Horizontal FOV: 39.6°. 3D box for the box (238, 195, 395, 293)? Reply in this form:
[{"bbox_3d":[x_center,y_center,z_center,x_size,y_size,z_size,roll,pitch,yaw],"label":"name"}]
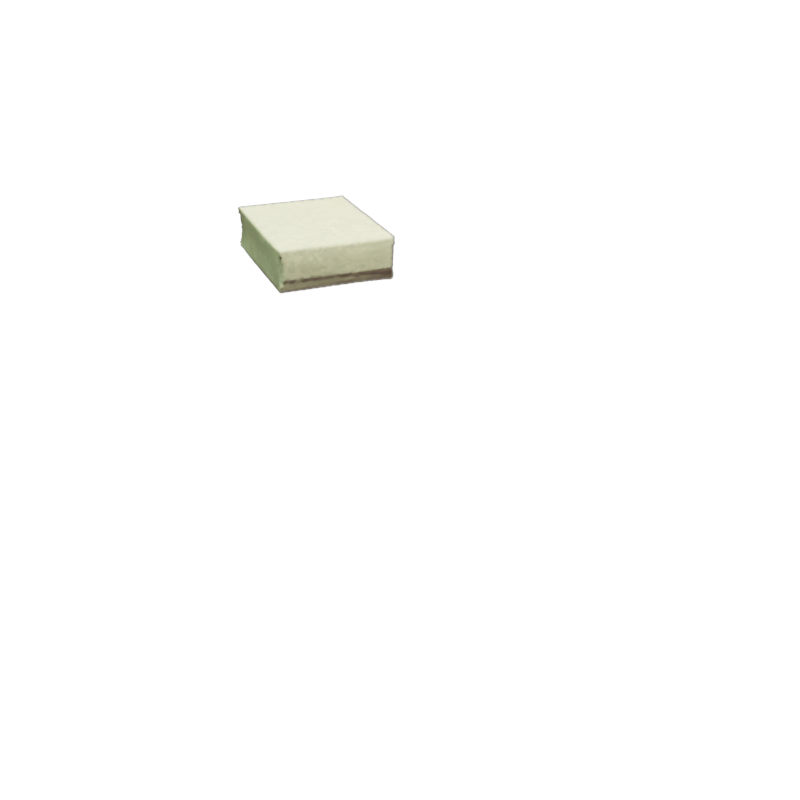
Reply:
[{"bbox_3d":[-0.066,-0.121,0.845,0.088,0.037,0.121,-9,25,-20],"label":"box"}]
